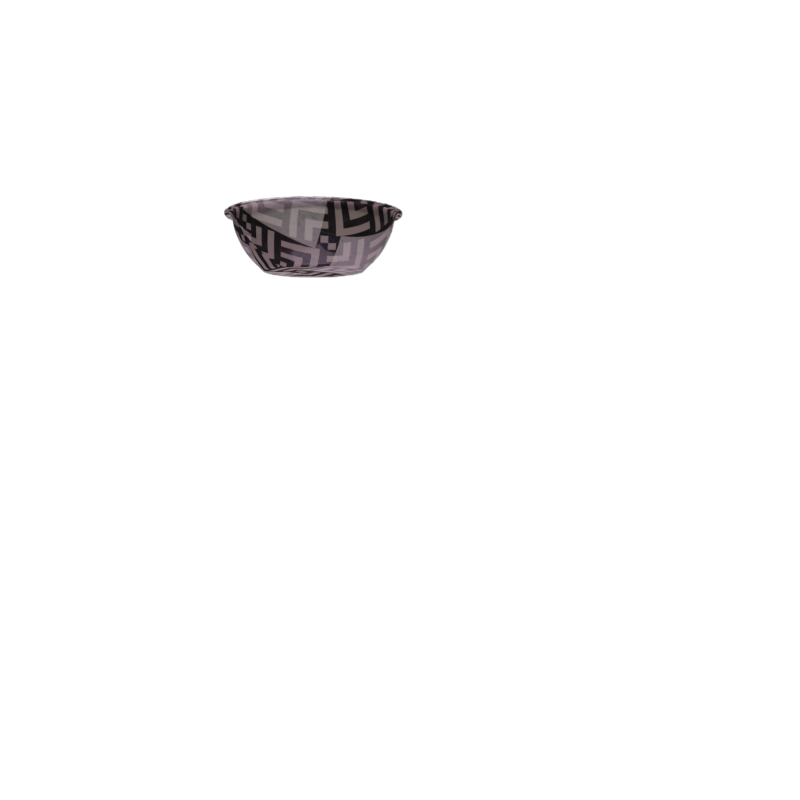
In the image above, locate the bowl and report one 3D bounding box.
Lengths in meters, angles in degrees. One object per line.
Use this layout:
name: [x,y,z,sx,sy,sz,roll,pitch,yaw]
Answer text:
bowl: [-0.078,-0.142,0.996,0.162,0.056,0.160,0,-2,-2]
